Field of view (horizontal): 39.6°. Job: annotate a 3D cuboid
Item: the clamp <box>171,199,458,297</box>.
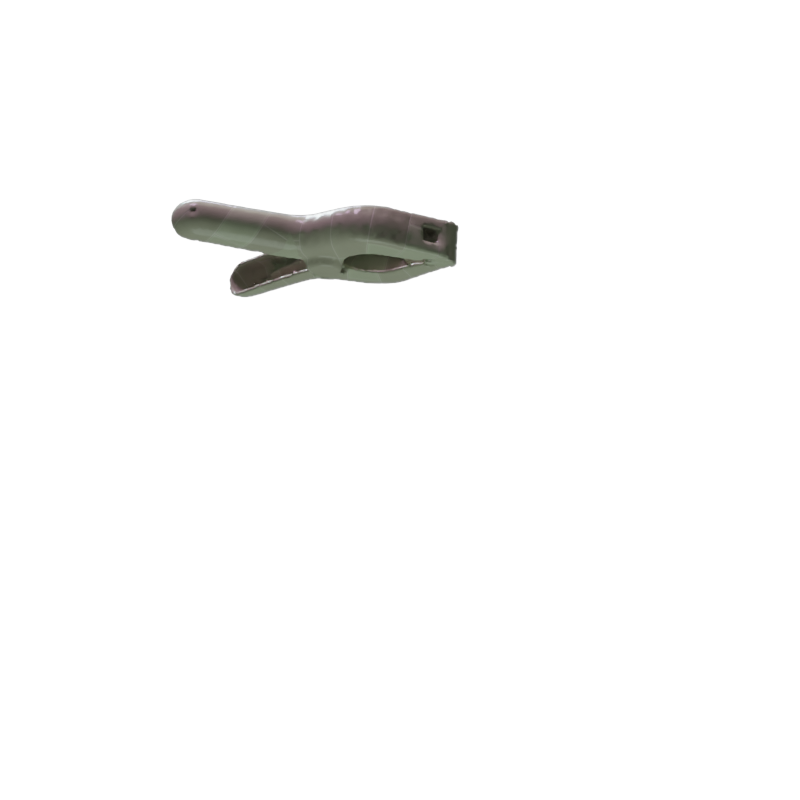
[{"bbox_3d":[-0.054,-0.098,0.688,0.175,0.041,0.113,-5,-13,22],"label":"clamp"}]
